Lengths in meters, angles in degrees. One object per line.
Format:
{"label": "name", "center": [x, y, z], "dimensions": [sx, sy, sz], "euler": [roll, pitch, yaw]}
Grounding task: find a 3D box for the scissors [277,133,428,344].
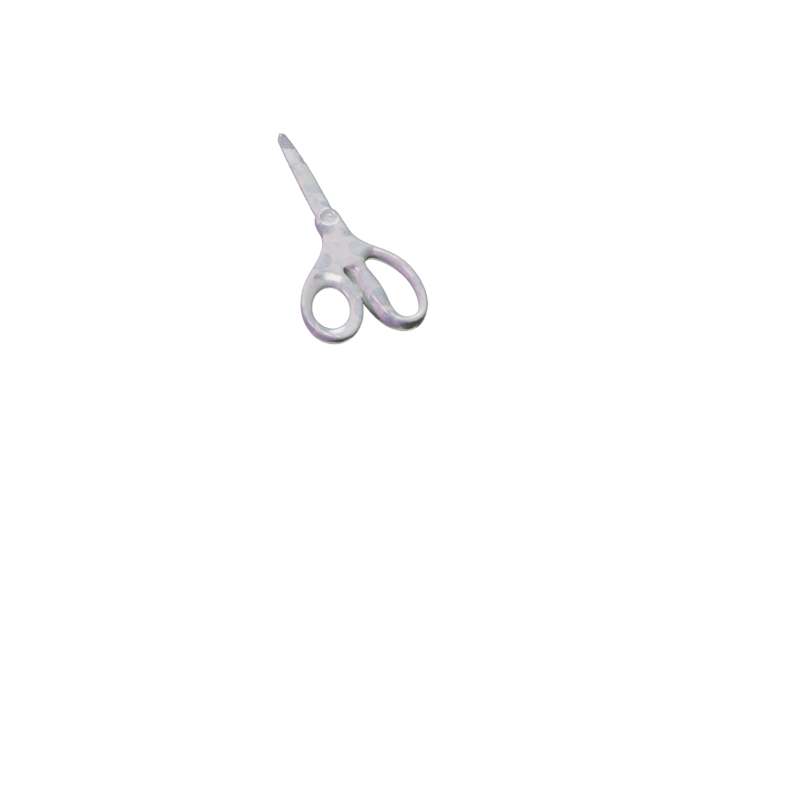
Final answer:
{"label": "scissors", "center": [-0.063, -0.115, 0.807], "dimensions": [0.096, 0.215, 0.015], "euler": [-33, -29, -21]}
